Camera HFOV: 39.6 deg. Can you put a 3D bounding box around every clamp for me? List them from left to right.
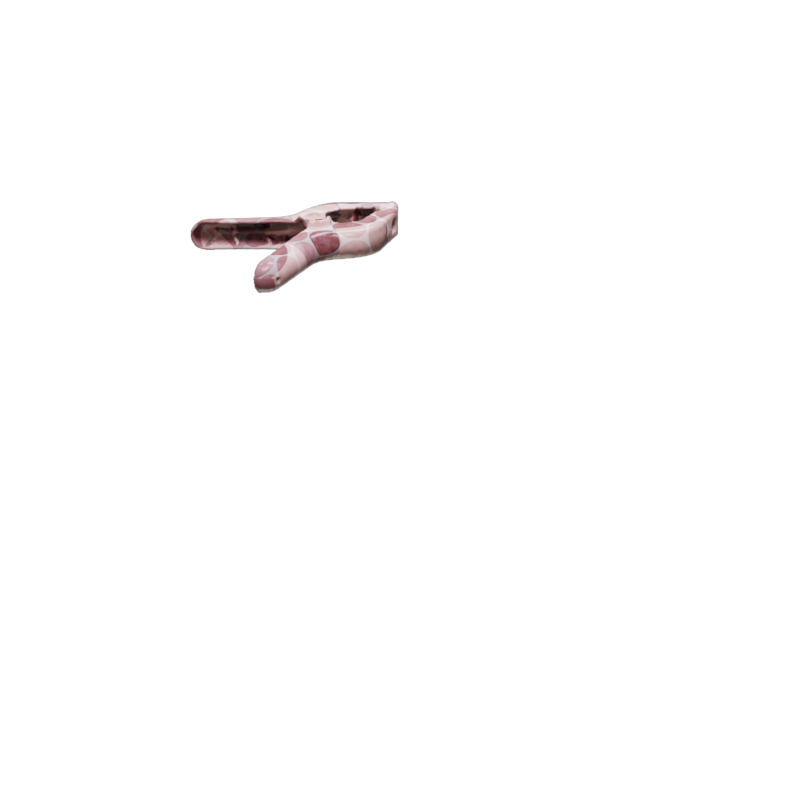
[{"bbox_3d":[-0.069,-0.125,0.879,0.169,0.037,0.130,-14,37,-20],"label":"clamp"}]
